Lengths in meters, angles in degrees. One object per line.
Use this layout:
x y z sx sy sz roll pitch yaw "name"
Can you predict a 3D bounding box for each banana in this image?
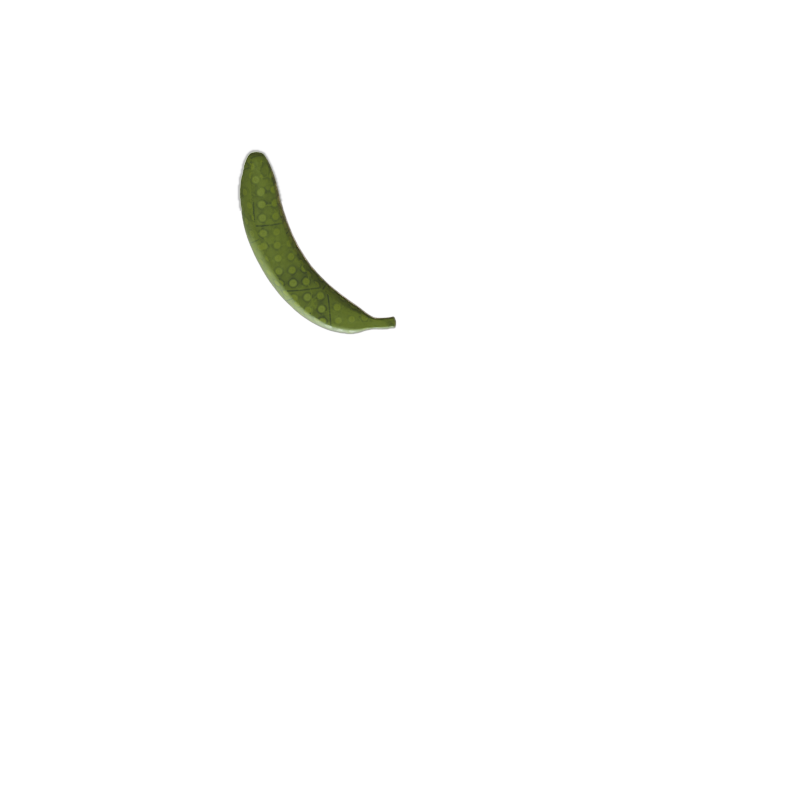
-0.087 -0.123 0.956 0.069 0.190 0.038 -36 17 13 "banana"
